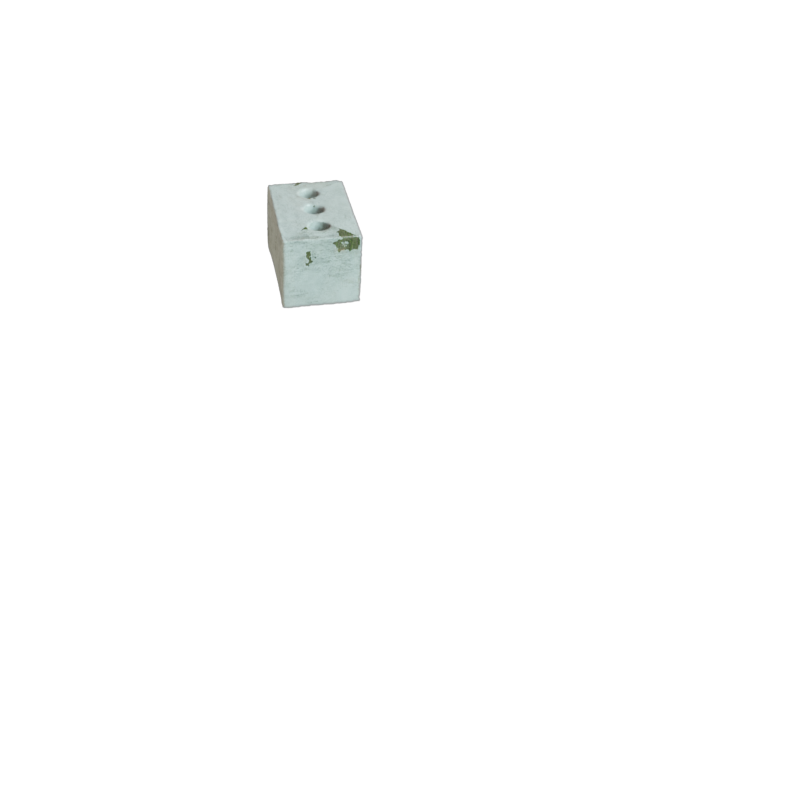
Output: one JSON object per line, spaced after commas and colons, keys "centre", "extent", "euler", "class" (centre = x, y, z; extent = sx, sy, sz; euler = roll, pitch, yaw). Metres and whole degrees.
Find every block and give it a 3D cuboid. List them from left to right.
{"centre": [-0.057, -0.104, 0.726], "extent": [0.052, 0.048, 0.084], "euler": [-6, 36, -10], "class": "block"}
